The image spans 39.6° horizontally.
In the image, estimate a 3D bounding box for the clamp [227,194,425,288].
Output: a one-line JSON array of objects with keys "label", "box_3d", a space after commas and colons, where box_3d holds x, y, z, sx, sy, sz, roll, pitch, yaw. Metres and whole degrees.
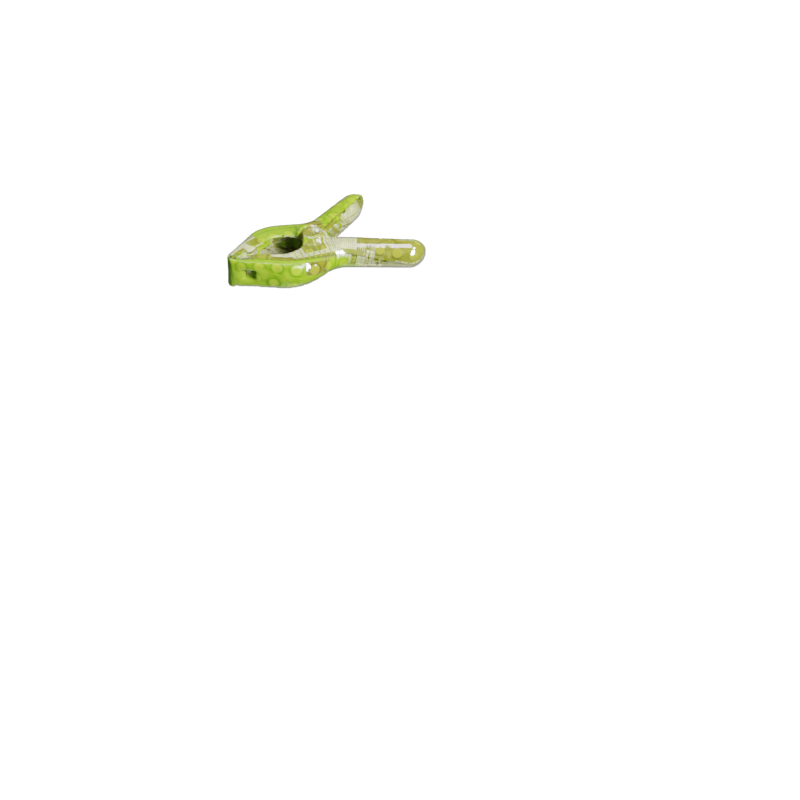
[{"label": "clamp", "box_3d": [-0.077, -0.140, 0.984, 0.169, 0.037, 0.129, -11, 31, -19]}]
